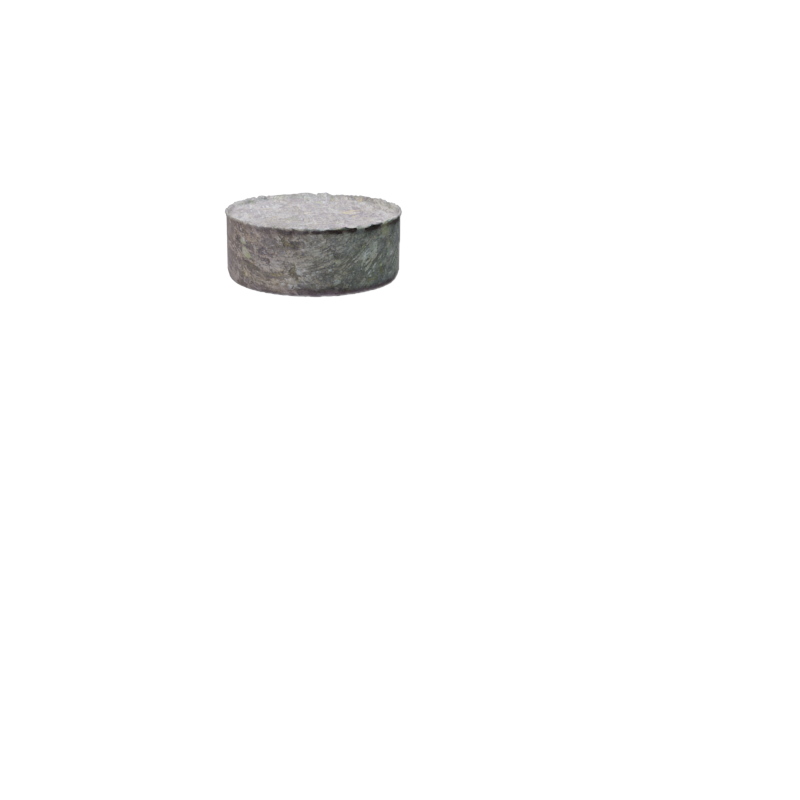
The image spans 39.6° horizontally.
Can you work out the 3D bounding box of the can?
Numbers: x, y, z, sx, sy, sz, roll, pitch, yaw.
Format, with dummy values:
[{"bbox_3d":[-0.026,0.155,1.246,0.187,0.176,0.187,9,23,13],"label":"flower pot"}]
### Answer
[{"bbox_3d":[-0.042,-0.077,0.542,0.086,0.032,0.089,-1,20,-2],"label":"can"}]
